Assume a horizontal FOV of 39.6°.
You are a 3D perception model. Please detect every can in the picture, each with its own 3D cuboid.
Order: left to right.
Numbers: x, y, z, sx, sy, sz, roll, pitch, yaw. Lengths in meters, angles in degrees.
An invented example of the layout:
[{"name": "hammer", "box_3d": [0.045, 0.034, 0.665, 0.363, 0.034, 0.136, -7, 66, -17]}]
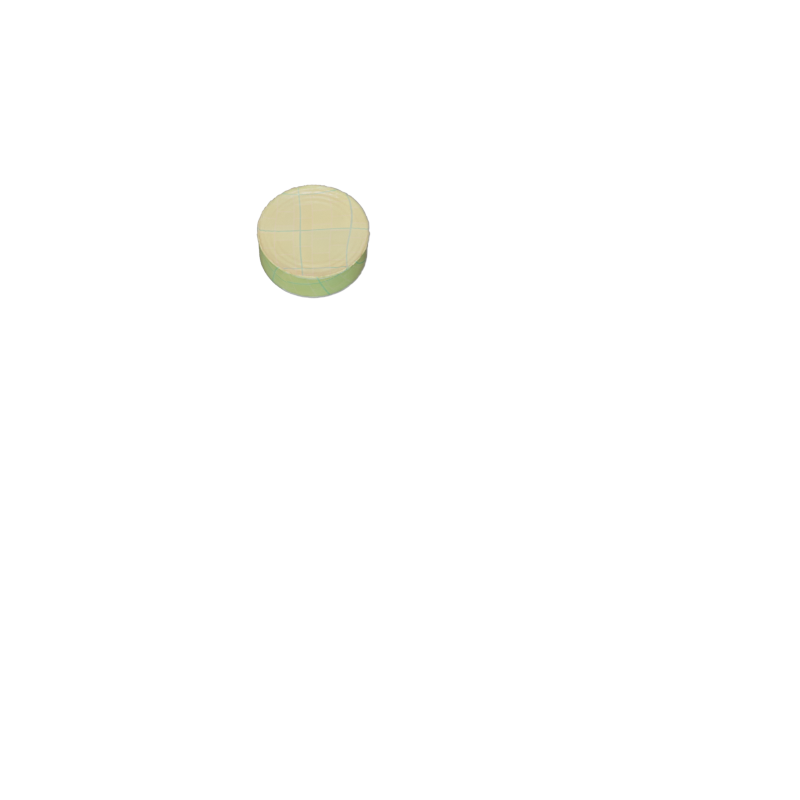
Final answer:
[{"name": "can", "box_3d": [-0.067, -0.122, 0.851, 0.086, 0.092, 0.031, -1, -31, -1]}]
